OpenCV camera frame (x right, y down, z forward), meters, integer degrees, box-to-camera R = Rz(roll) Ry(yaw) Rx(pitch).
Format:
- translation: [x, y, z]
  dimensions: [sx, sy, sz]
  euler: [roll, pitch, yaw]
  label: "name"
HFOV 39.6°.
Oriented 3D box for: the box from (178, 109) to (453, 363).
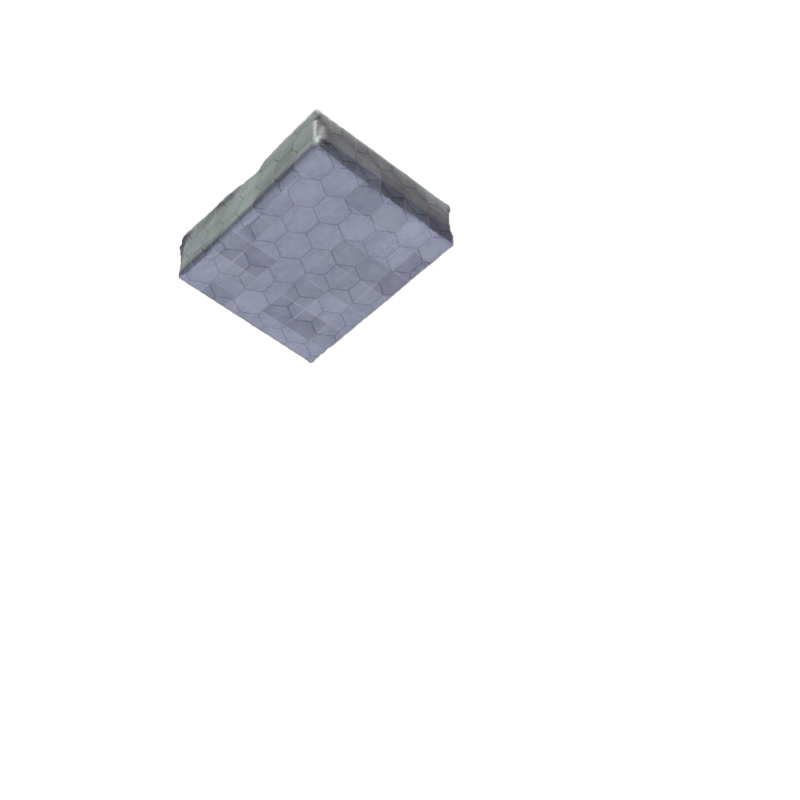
- translation: [-0.035, -0.064, 0.450]
  dimensions: [0.069, 0.032, 0.088]
  euler: [34, -56, -28]
  label: "box"
